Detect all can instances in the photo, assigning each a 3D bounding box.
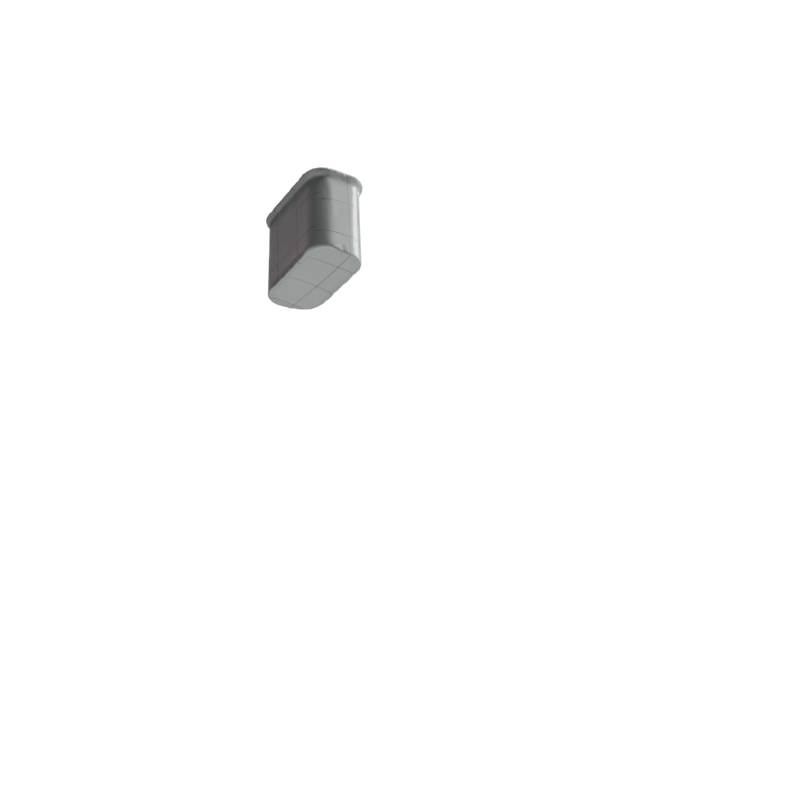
[{"bbox_3d":[-0.075,-0.137,0.961,0.055,0.090,0.100,18,-37,-28],"label":"can"}]
